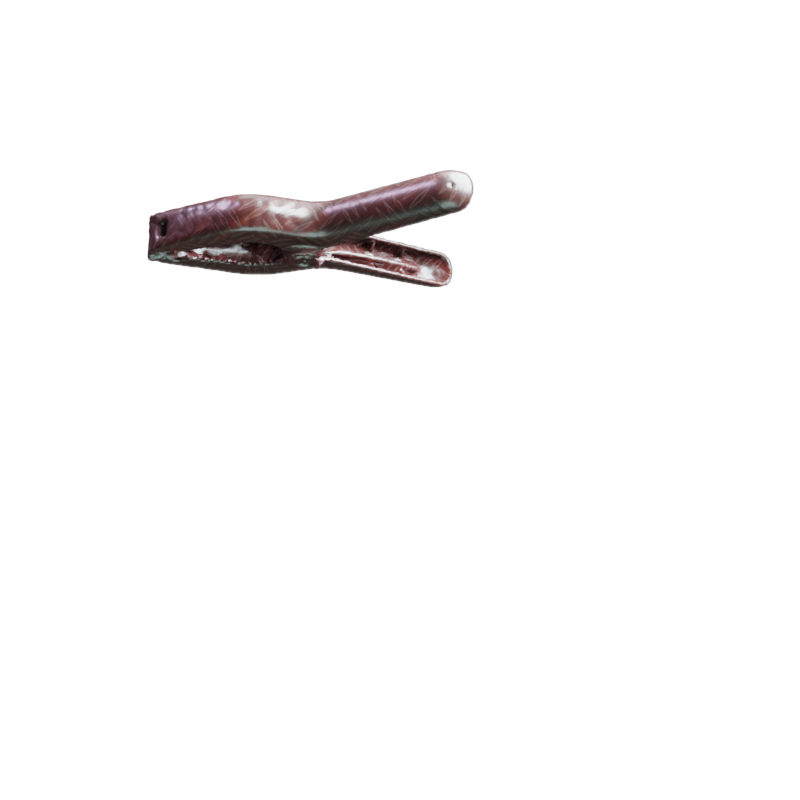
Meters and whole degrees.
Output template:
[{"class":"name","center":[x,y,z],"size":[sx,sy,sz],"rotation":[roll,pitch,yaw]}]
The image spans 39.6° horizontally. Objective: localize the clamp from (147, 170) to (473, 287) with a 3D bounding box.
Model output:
[{"class":"clamp","center":[-0.057,-0.103,0.722],"size":[0.212,0.038,0.156],"rotation":[-2,-14,7]}]
